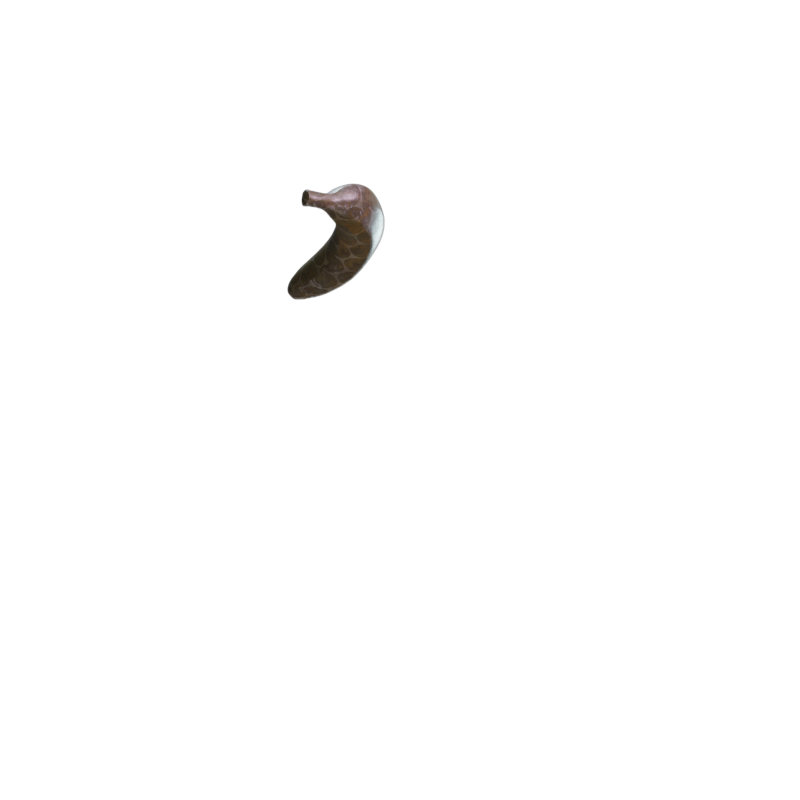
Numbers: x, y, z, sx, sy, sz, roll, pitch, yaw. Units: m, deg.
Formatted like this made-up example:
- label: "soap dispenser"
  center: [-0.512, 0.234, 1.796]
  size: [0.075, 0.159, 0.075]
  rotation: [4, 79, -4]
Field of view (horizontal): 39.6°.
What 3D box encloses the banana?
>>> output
- label: "banana"
  center: [-0.050, -0.127, 0.880]
  size: [0.069, 0.039, 0.190]
  rotation: [2, -19, -8]
